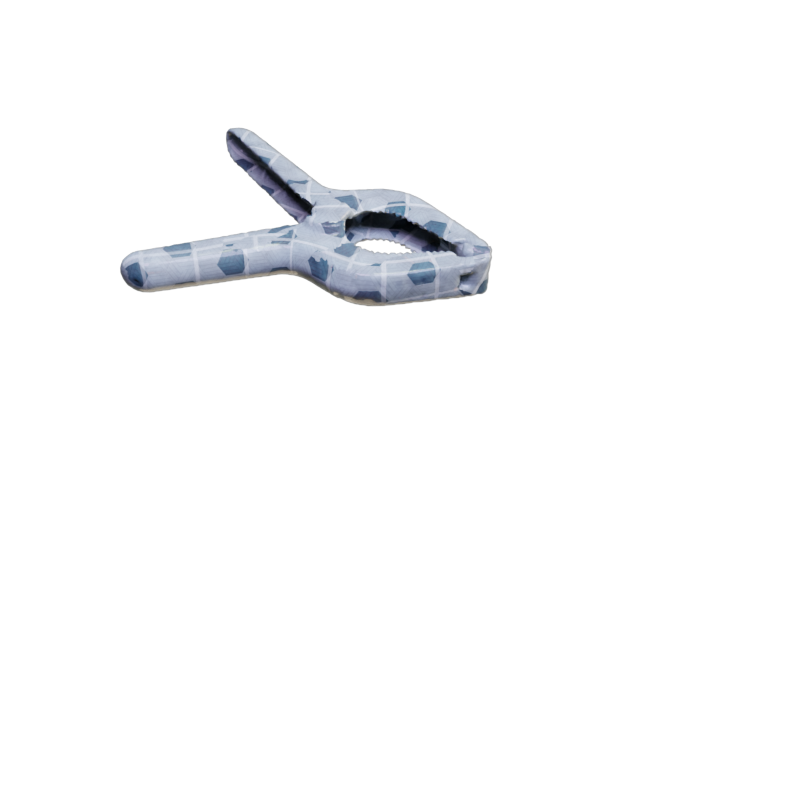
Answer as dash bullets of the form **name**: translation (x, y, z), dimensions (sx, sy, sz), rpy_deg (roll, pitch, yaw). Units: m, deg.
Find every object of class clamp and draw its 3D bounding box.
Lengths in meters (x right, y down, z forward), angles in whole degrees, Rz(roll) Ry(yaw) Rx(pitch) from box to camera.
- **clamp**: translation (-0.053, -0.096, 0.671), dimensions (0.218, 0.034, 0.170), rpy_deg (19, 46, 19)
